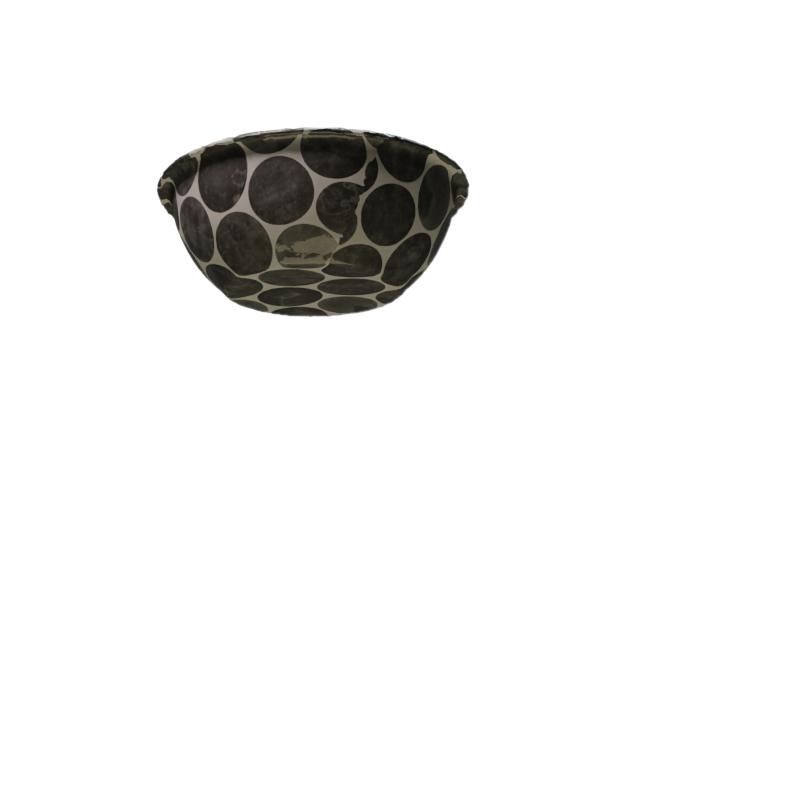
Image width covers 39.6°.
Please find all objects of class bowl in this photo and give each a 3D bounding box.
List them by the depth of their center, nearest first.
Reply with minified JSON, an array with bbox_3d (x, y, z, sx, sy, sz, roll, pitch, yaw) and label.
[{"bbox_3d":[-0.044,-0.081,0.568,0.162,0.057,0.156,0,-13,-2],"label":"bowl"}]
